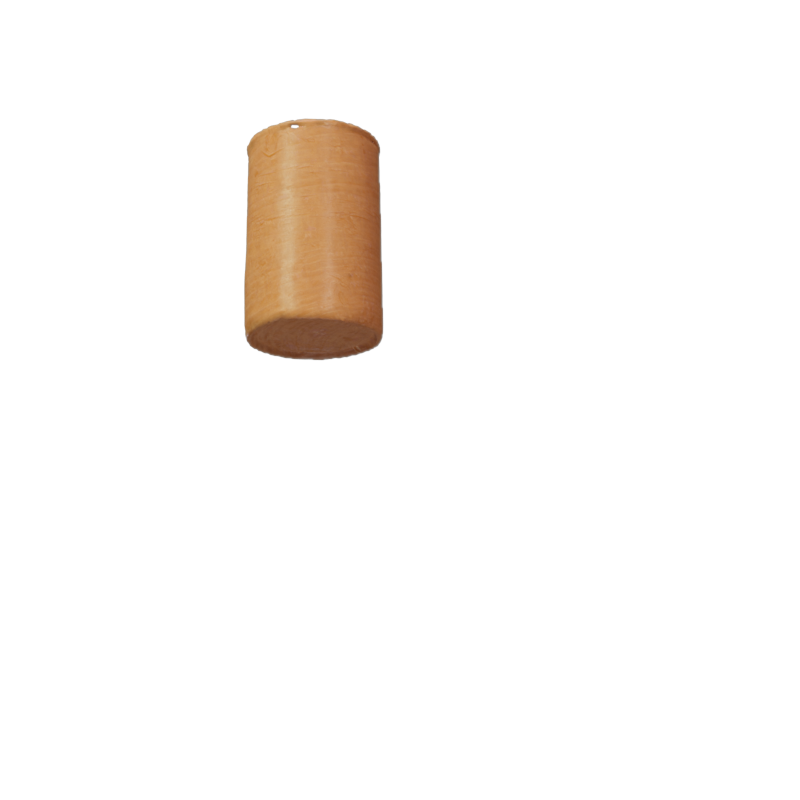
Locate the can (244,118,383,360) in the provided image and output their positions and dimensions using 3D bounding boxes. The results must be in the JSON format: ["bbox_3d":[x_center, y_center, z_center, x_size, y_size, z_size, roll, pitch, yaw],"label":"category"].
[{"bbox_3d":[-0.043,-0.078,0.545,0.068,0.107,0.065,0,-20,-2],"label":"can"}]
